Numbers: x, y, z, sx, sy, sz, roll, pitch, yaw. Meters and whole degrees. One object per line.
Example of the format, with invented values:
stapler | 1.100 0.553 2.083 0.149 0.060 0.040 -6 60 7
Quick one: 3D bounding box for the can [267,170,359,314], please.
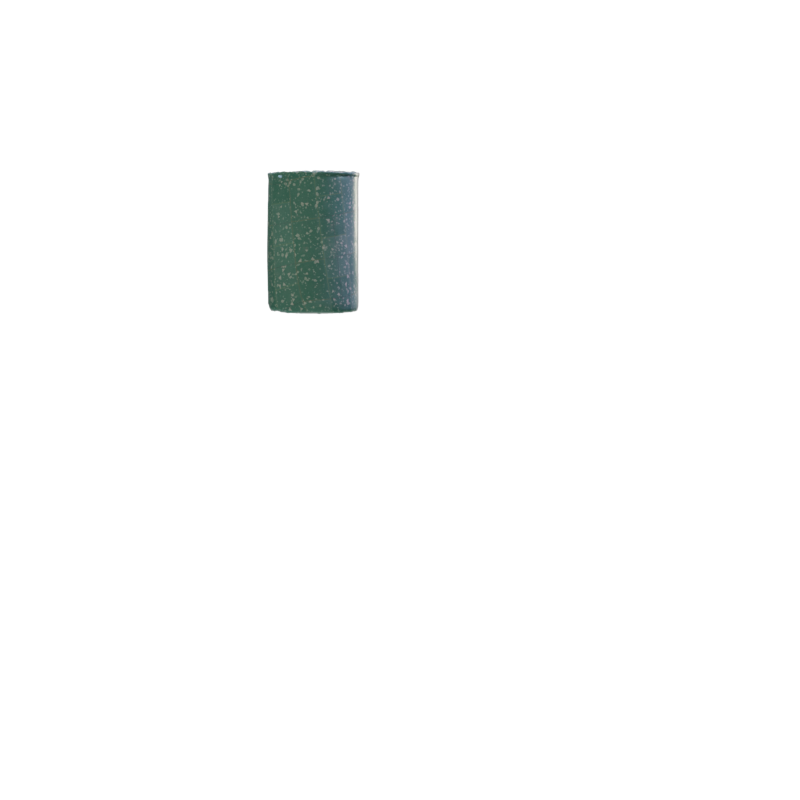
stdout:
can | -0.064 -0.117 0.819 0.068 0.102 0.069 0 3 -2
